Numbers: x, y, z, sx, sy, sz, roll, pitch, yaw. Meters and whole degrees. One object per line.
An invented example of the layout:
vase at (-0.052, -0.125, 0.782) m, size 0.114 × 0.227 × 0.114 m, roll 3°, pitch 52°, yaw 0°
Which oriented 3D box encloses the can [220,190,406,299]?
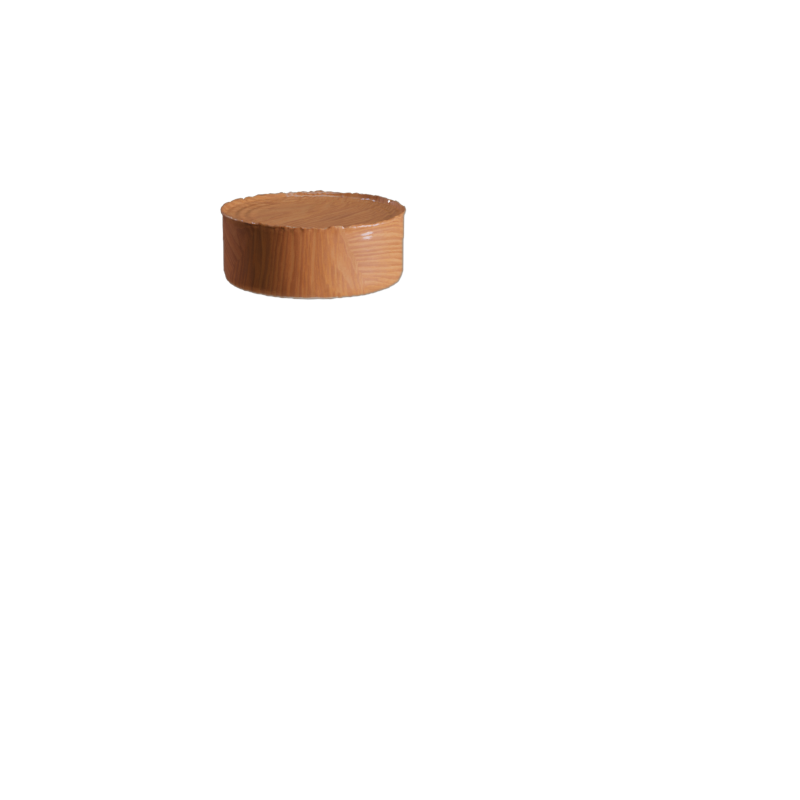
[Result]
can at (-0.040, -0.074, 0.517) m, size 0.086 × 0.032 × 0.089 m, roll -1°, pitch 20°, yaw -2°
